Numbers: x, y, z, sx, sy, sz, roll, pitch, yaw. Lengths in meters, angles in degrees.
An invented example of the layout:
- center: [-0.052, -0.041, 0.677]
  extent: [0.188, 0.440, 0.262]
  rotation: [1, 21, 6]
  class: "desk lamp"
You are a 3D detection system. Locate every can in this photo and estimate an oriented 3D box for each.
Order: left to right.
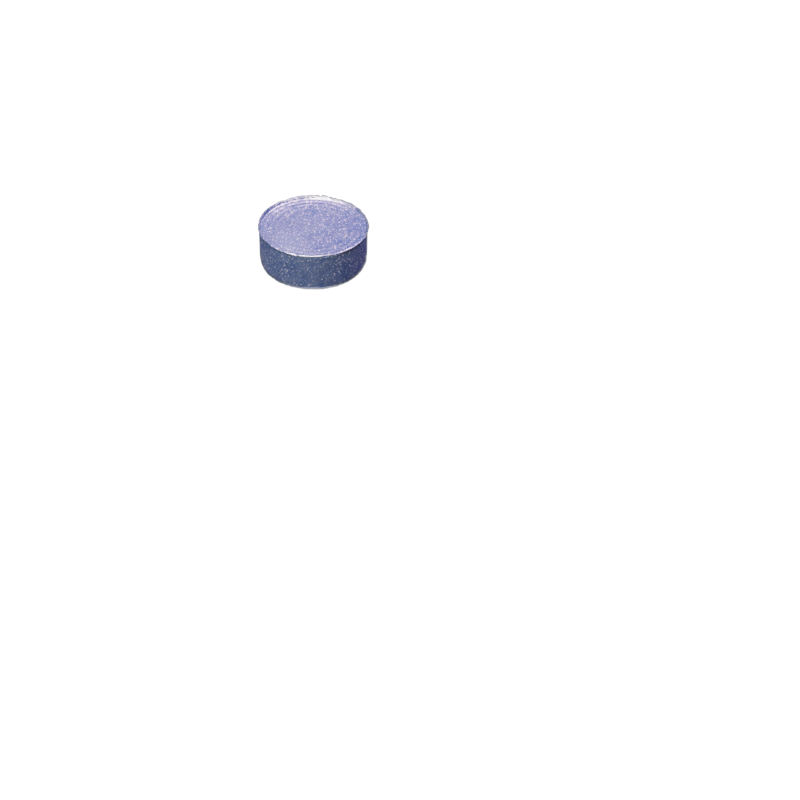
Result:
- center: [-0.068, -0.124, 0.865]
  extent: [0.086, 0.031, 0.092]
  rotation: [-1, 39, -2]
  class: "can"
